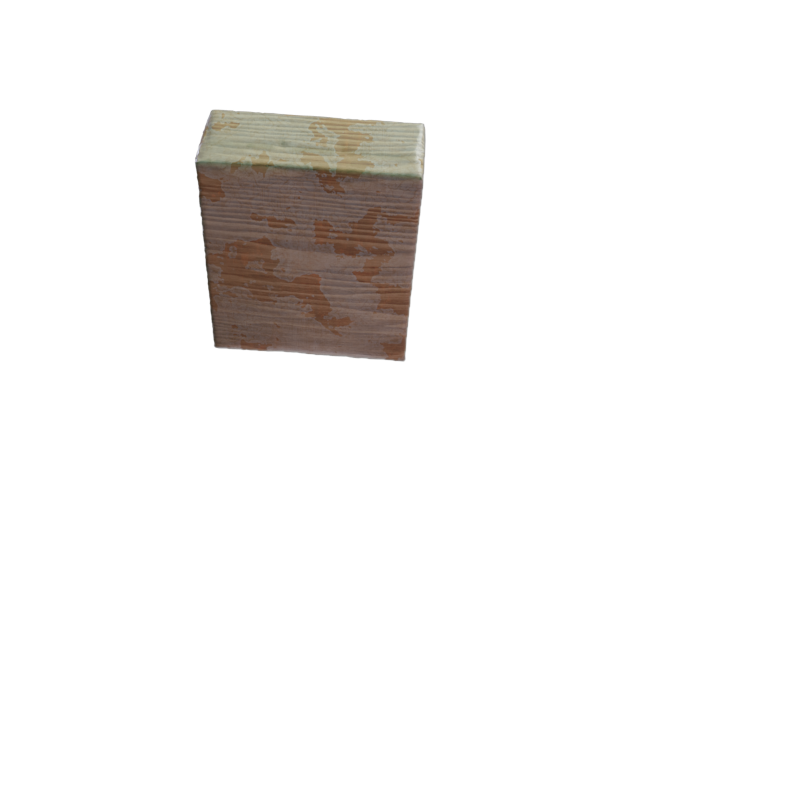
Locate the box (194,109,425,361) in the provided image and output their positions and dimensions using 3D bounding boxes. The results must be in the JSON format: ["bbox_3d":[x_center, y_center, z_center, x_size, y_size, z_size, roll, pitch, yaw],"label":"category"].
[{"bbox_3d":[-0.068,-0.125,0.874,0.165,0.077,0.199,5,-40,2],"label":"box"}]
